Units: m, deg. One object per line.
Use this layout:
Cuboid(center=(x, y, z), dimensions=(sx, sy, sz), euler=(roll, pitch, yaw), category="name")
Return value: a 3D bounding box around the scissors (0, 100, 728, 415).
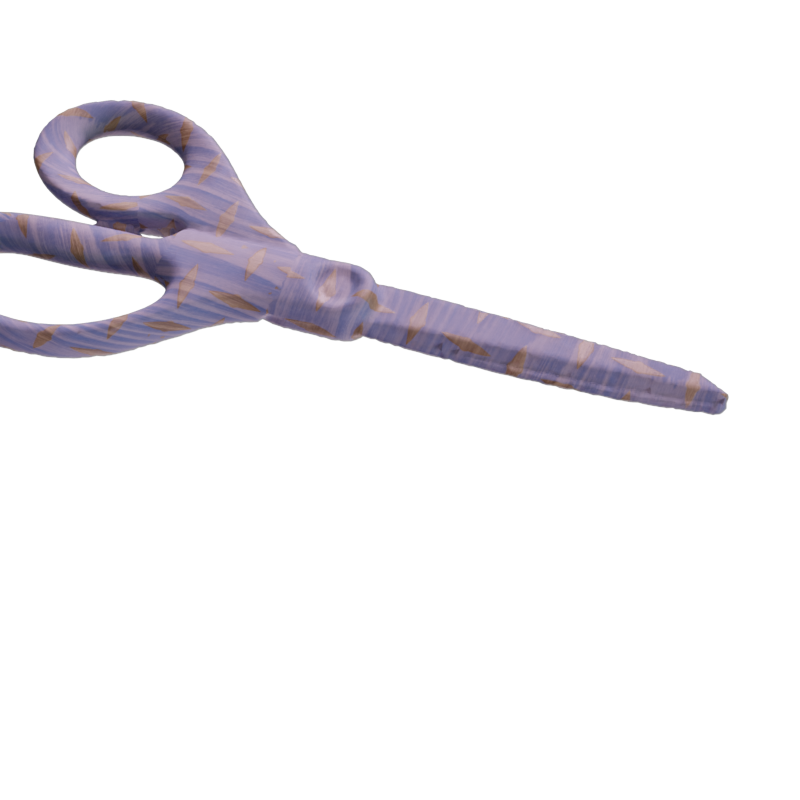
Cuboid(center=(-0.023, -0.042, 0.296), dimensions=(0.202, 0.103, 0.015), euler=(2, -38, 2), category="scissors")
